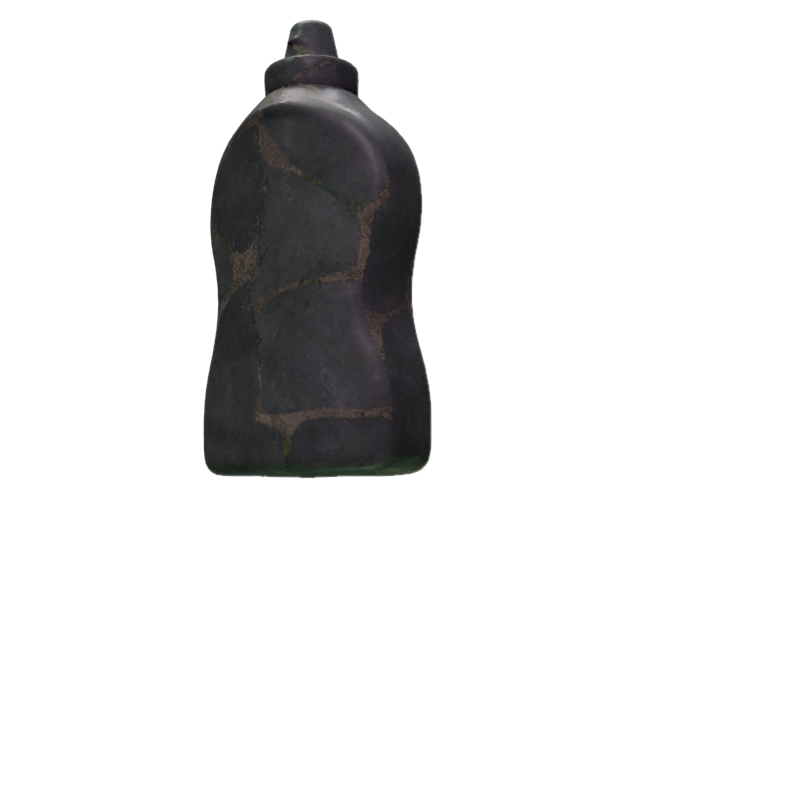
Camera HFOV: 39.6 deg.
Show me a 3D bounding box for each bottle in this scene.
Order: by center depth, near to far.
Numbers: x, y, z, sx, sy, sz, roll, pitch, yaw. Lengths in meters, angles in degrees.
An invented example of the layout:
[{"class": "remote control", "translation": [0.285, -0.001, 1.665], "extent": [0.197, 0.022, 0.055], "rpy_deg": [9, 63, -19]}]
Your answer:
[{"class": "bottle", "translation": [-0.036, -0.066, 0.462], "extent": [0.098, 0.198, 0.055], "rpy_deg": [-9, -15, 36]}]
